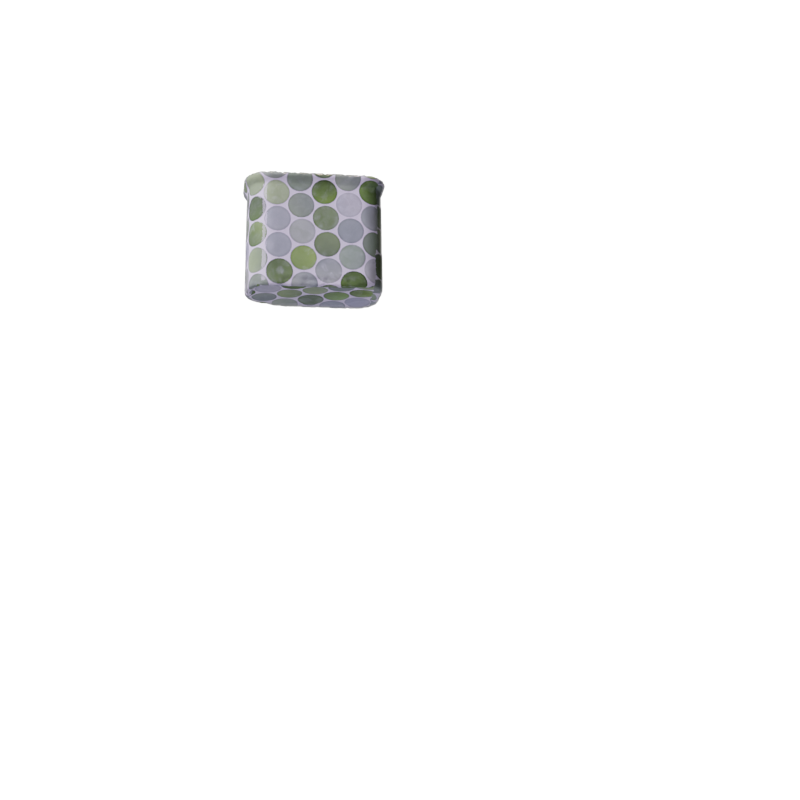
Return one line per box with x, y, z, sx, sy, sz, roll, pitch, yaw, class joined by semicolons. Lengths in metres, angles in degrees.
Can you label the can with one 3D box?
-0.062;-0.114;0.797;0.101;0.088;0.055;1;-18;-7;can
